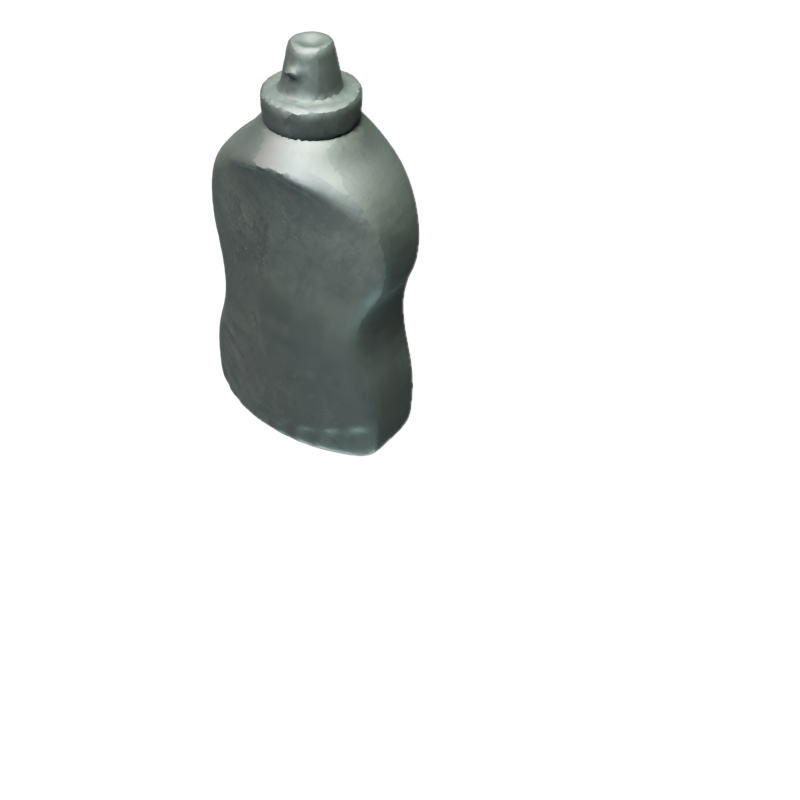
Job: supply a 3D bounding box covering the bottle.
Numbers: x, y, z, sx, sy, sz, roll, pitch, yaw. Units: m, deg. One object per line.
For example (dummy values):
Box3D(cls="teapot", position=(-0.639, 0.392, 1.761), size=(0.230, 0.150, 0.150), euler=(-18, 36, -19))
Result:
Box3D(cls="bottle", position=(-0.038, -0.068, 0.481), size=(0.102, 0.179, 0.059), euler=(28, 45, 28))
